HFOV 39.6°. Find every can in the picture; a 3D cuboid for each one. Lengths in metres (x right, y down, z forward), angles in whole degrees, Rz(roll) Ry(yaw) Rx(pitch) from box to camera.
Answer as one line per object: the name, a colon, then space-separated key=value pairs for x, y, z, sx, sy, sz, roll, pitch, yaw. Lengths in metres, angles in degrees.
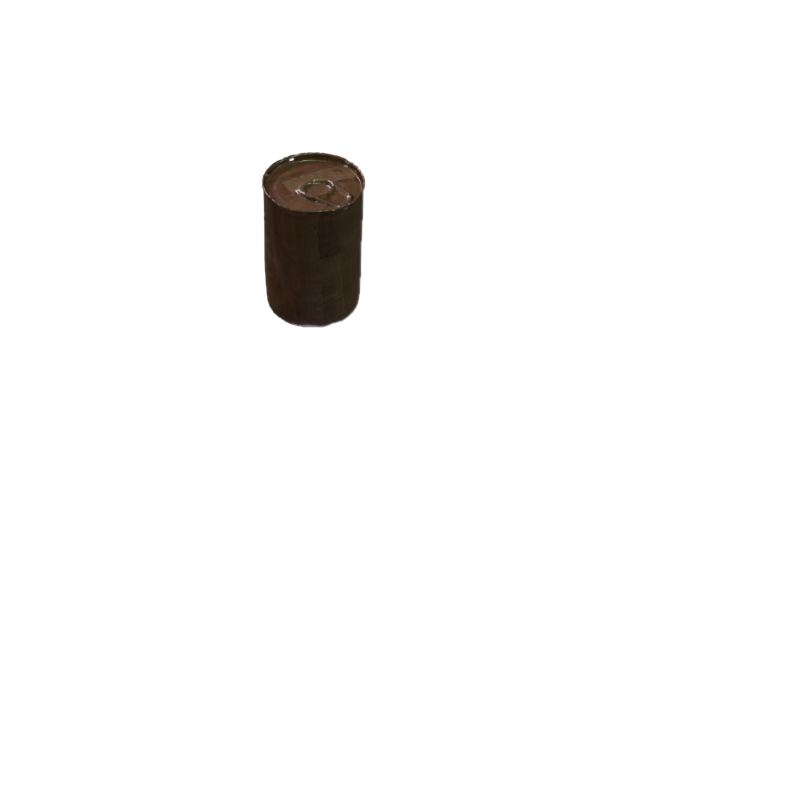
can: x=-0.059 y=-0.108 z=0.755 sx=0.068 sy=0.095 sz=0.073 roll=0 pitch=42 yaw=-3
